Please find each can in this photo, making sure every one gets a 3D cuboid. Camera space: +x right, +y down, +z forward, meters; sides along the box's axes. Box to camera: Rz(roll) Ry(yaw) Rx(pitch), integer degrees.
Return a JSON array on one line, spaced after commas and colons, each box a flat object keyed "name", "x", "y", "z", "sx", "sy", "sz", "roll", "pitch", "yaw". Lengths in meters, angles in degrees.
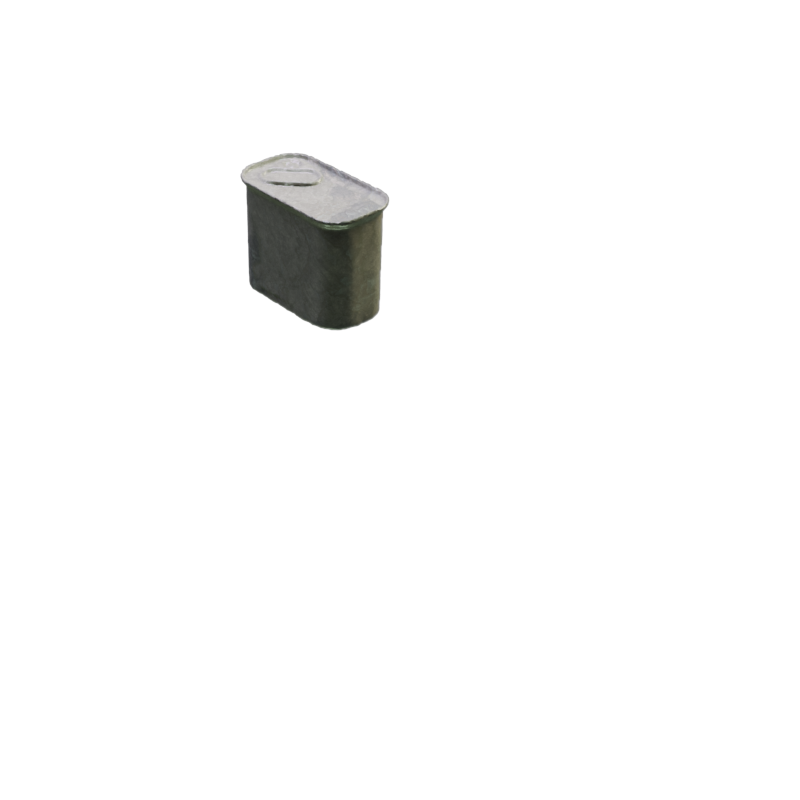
[{"name": "can", "x": -0.057, "y": -0.104, "z": 0.726, "sx": 0.057, "sy": 0.079, "sz": 0.109, "roll": -26, "pitch": 43, "yaw": -35}]
